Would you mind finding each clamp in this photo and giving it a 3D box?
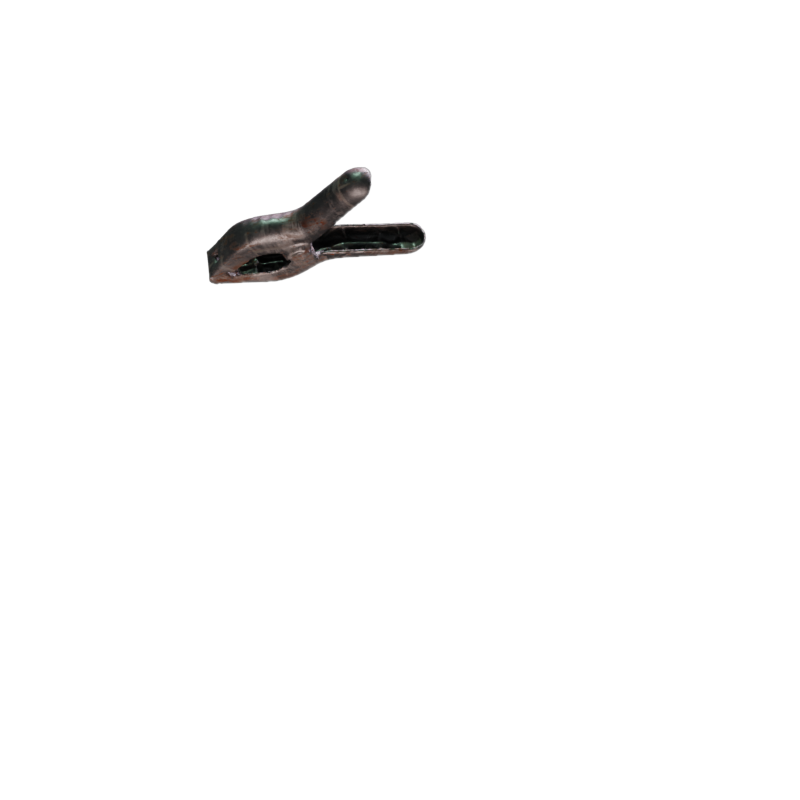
[{"bbox_3d":[-0.068,-0.123,0.863,0.174,0.042,0.112,-16,-30,29],"label":"clamp"}]
